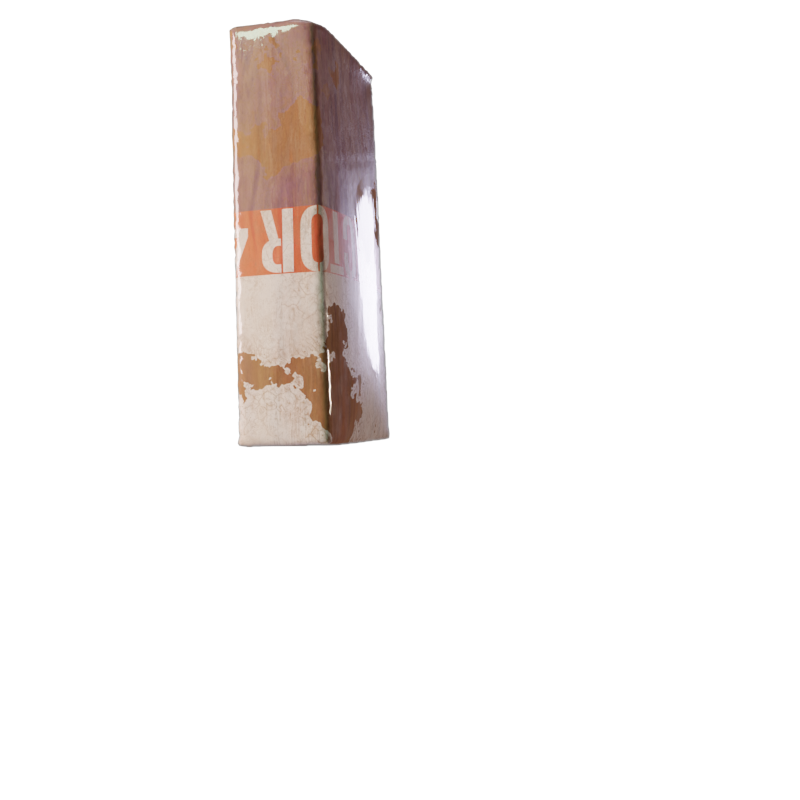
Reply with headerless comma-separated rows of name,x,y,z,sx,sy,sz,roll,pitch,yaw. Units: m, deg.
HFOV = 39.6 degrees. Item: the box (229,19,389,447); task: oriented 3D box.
box,-0.038,-0.070,0.491,0.049,0.179,0.090,-3,-7,16
